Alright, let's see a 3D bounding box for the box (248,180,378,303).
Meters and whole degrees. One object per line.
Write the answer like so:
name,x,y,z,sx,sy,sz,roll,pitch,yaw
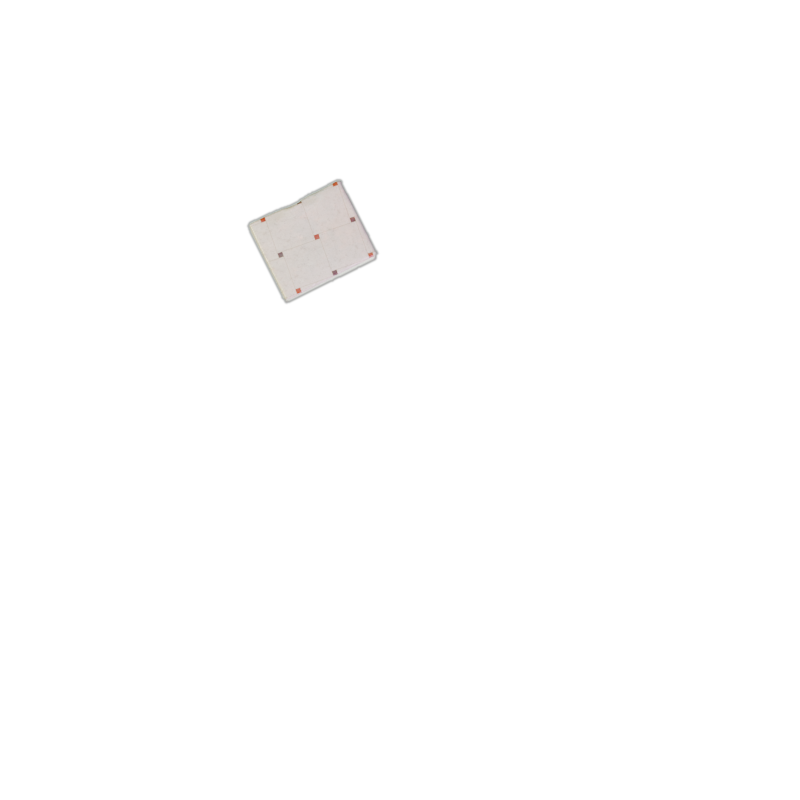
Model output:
box,-0.074,-0.135,0.945,0.089,0.075,0.029,-26,-8,-4
